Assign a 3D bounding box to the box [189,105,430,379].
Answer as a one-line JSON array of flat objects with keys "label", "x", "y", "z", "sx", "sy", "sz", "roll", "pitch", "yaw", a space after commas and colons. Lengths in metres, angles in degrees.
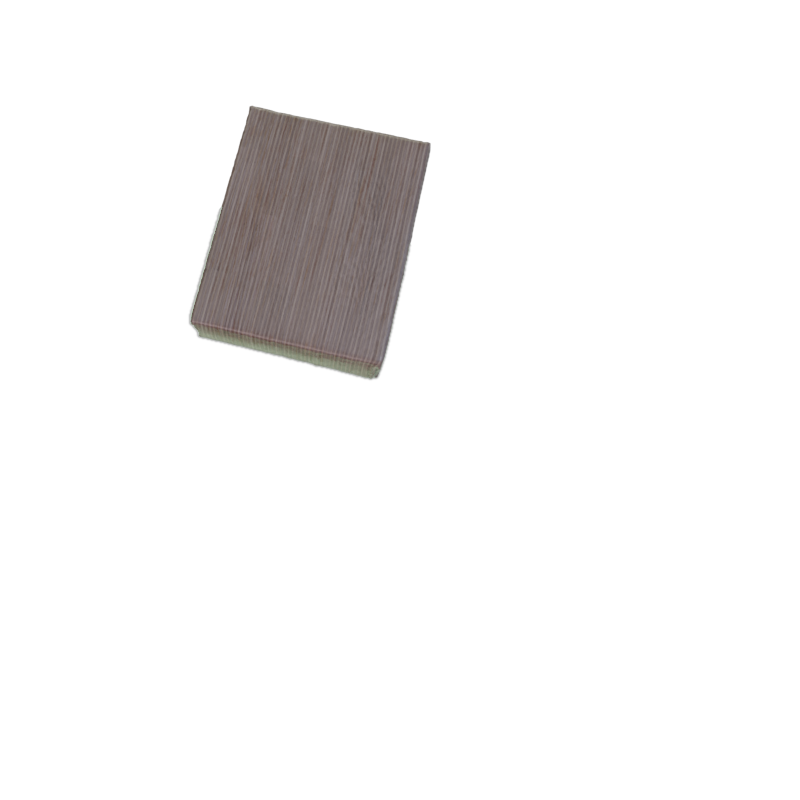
[{"label": "box", "x": -0.041, "y": -0.075, "z": 0.525, "sx": 0.090, "sy": 0.118, "sz": 0.037, "roll": 12, "pitch": -18, "yaw": 3}]
